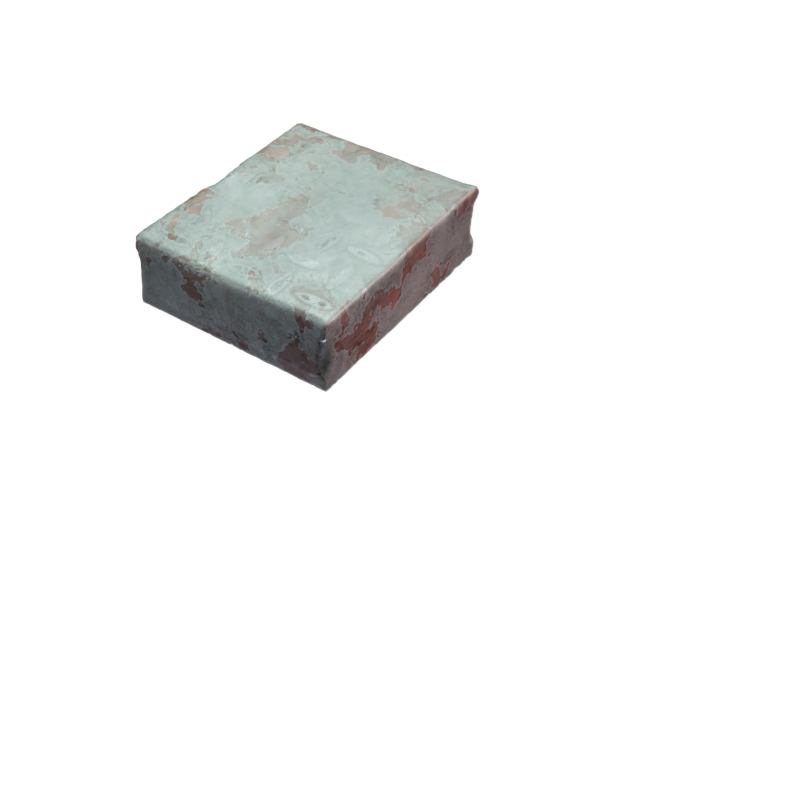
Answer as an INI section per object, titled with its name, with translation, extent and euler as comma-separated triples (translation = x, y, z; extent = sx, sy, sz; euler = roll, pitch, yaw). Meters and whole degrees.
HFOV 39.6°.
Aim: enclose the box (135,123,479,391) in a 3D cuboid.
[box]
translation = -0.028, -0.051, 0.355
extent = 0.077, 0.028, 0.091
euler = 24, 46, 25
